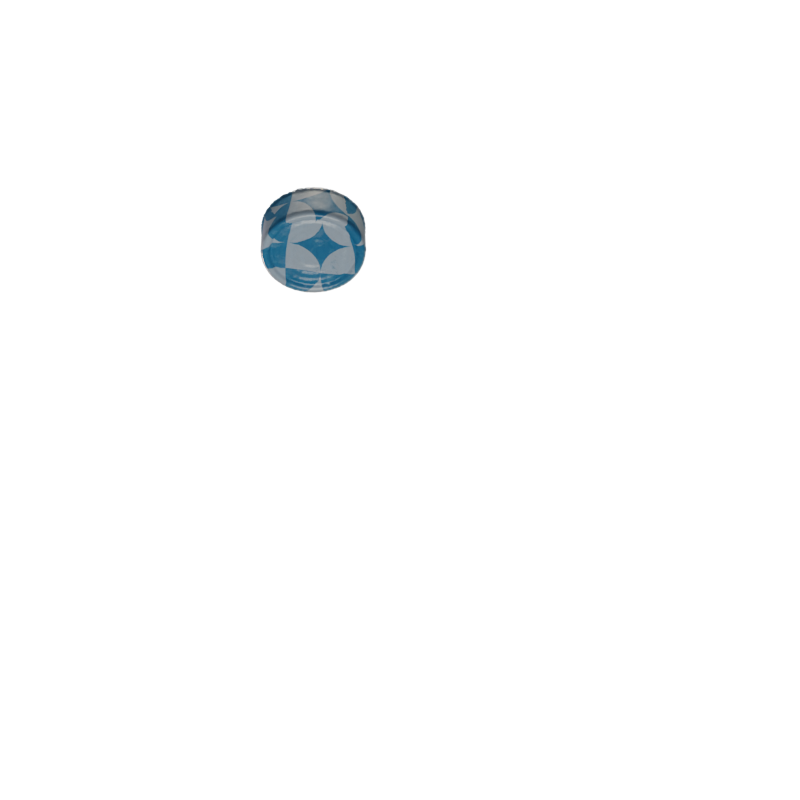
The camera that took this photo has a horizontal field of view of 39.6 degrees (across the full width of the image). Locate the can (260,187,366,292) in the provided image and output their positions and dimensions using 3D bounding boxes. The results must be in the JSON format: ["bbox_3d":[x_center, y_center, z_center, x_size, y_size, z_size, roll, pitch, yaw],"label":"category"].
[{"bbox_3d":[-0.070,-0.128,0.896,0.086,0.080,0.036,1,43,-1],"label":"can"}]
